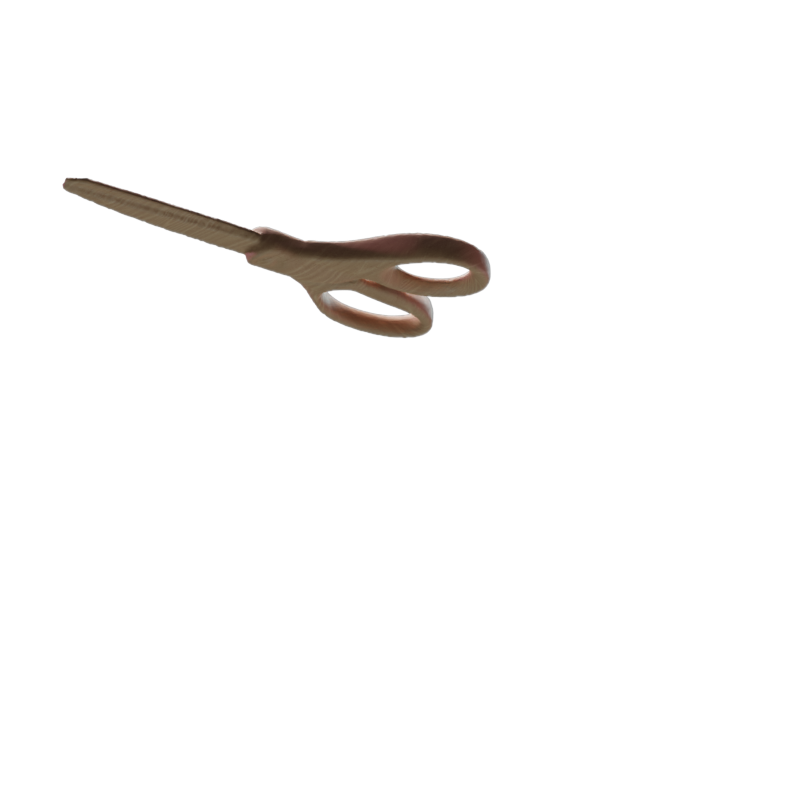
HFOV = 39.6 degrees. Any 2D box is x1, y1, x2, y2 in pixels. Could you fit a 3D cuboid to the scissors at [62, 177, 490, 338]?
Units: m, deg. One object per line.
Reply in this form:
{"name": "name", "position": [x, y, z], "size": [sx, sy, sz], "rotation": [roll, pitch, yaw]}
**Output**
{"name": "scissors", "position": [-0.038, -0.069, 0.484], "size": [0.097, 0.017, 0.188], "rotation": [-17, -28, 35]}
